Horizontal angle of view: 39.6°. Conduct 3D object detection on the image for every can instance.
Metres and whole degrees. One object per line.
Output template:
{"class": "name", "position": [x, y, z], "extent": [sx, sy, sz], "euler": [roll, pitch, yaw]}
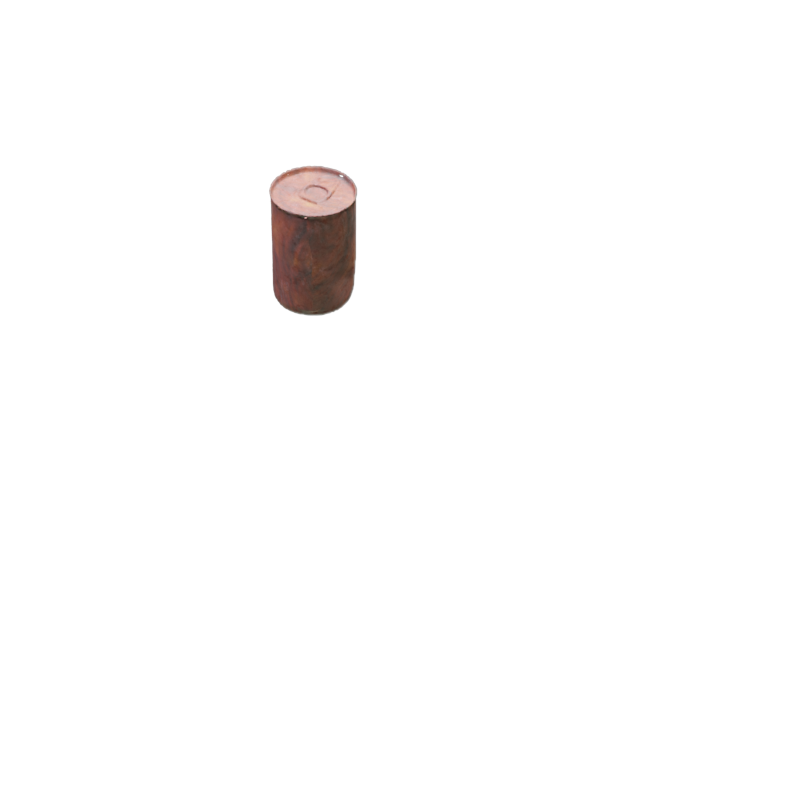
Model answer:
{"class": "can", "position": [-0.069, -0.127, 0.886], "extent": [0.068, 0.095, 0.073], "euler": [0, 41, -3]}
